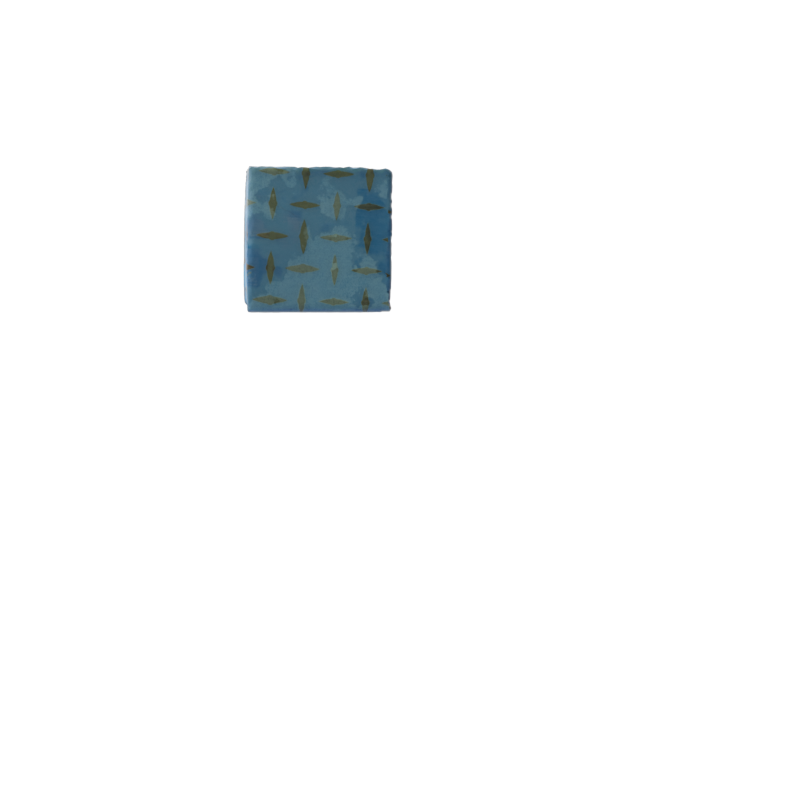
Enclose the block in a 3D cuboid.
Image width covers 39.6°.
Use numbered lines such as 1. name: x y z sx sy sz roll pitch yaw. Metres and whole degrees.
1. block: -0.033 -0.060 0.424 0.052 0.051 0.079 0 4 -8
